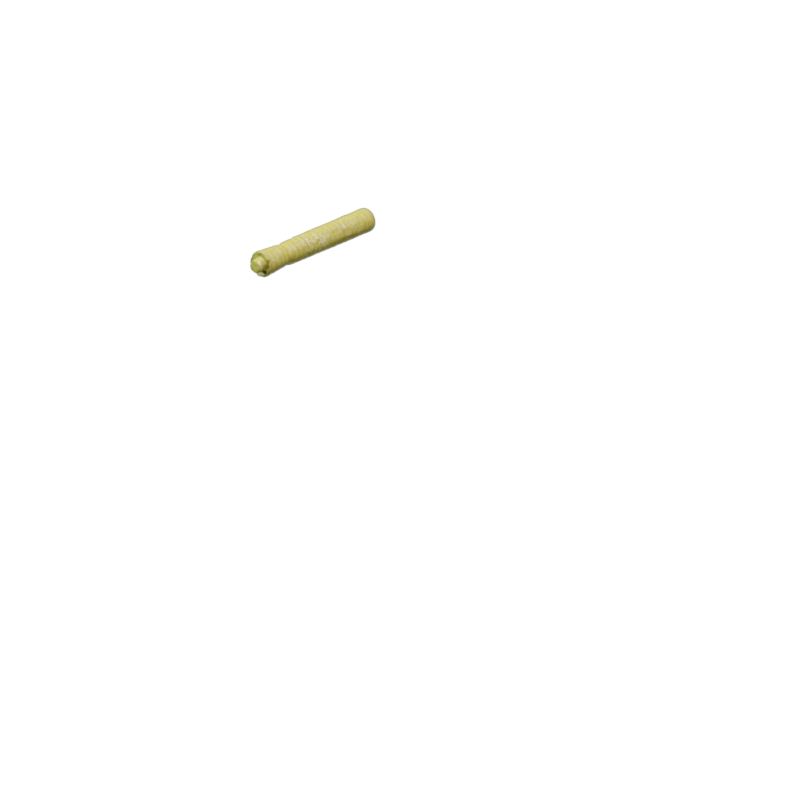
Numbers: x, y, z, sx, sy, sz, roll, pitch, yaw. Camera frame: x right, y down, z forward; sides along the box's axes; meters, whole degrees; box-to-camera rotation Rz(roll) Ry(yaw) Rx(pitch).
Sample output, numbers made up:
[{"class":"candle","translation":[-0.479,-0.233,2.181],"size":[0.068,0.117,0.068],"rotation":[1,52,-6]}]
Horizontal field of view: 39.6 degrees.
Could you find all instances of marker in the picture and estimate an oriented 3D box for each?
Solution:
[{"class":"marker","translation":[-0.062,-0.112,0.786],"size":[0.021,0.019,0.121],"rotation":[3,24,40]}]
